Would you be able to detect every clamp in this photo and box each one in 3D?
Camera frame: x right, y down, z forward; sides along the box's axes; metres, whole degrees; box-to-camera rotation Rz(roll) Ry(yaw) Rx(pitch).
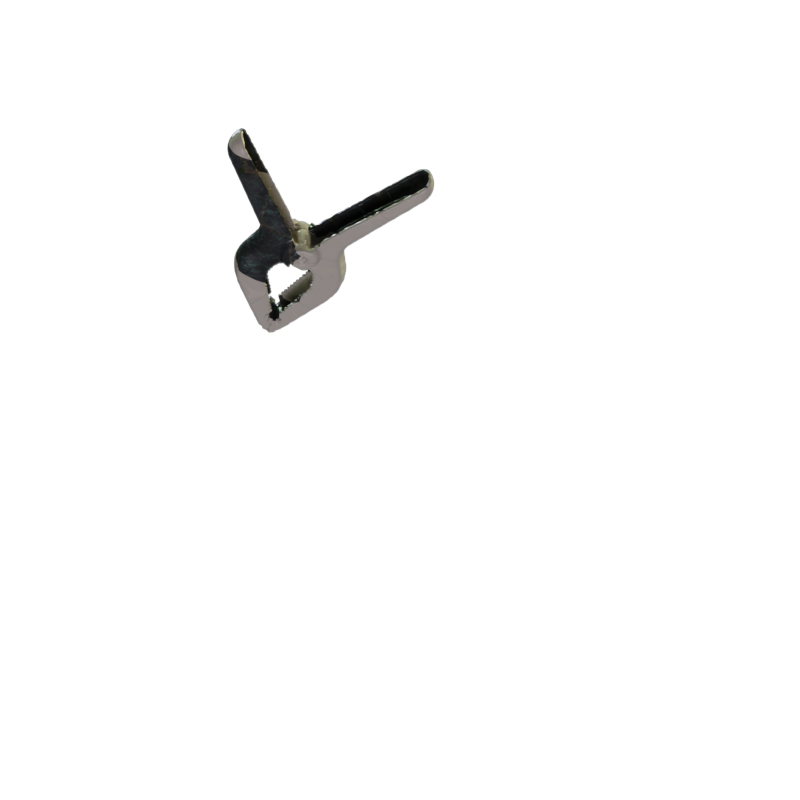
[{"bbox_3d":[-0.071,-0.130,0.913,0.162,0.039,0.198,8,-41,-10],"label":"clamp"}]
